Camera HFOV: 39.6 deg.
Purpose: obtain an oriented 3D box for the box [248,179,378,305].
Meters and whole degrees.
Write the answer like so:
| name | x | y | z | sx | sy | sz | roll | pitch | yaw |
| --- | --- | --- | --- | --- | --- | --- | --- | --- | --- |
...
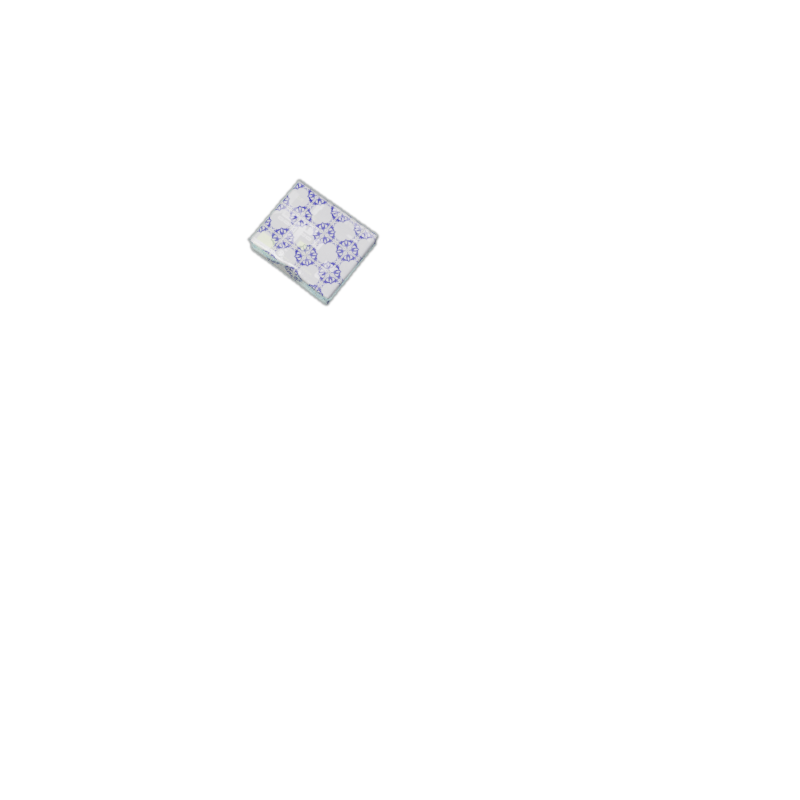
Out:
| name | x | y | z | sx | sy | sz | roll | pitch | yaw |
| --- | --- | --- | --- | --- | --- | --- | --- | --- | --- |
| box | -0.076 | -0.139 | 0.975 | 0.092 | 0.074 | 0.029 | 37 | -14 | 10 |
